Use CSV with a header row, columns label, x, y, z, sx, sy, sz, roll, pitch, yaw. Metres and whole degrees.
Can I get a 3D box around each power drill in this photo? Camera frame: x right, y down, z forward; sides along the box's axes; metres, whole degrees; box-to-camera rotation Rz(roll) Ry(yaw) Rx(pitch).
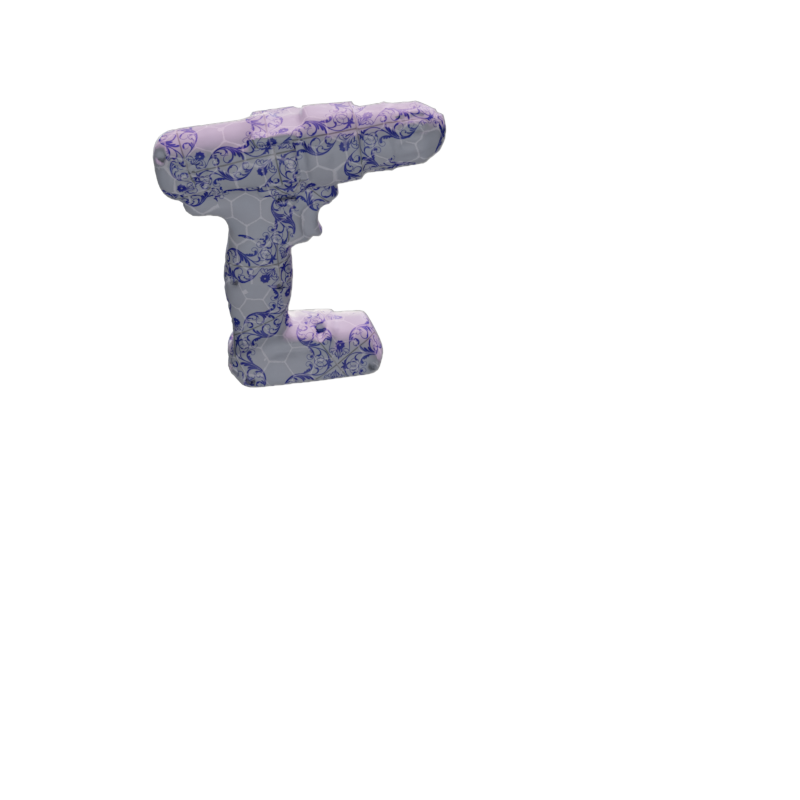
label,x,y,z,sx,sy,sz,roll,pitch,yaw
power drill,-0.057,-0.104,0.728,0.185,0.176,0.061,-6,28,3
